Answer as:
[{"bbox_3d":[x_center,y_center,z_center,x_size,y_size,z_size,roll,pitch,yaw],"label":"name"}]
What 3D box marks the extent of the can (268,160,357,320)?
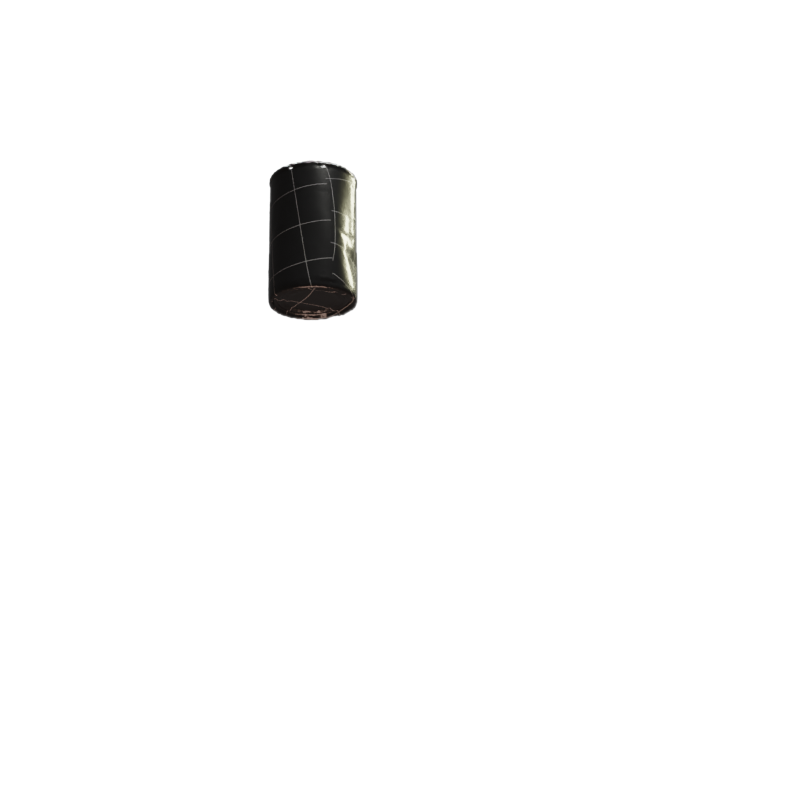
[{"bbox_3d":[-0.065,-0.119,0.834,0.068,0.108,0.065,0,-23,-2],"label":"can"}]
